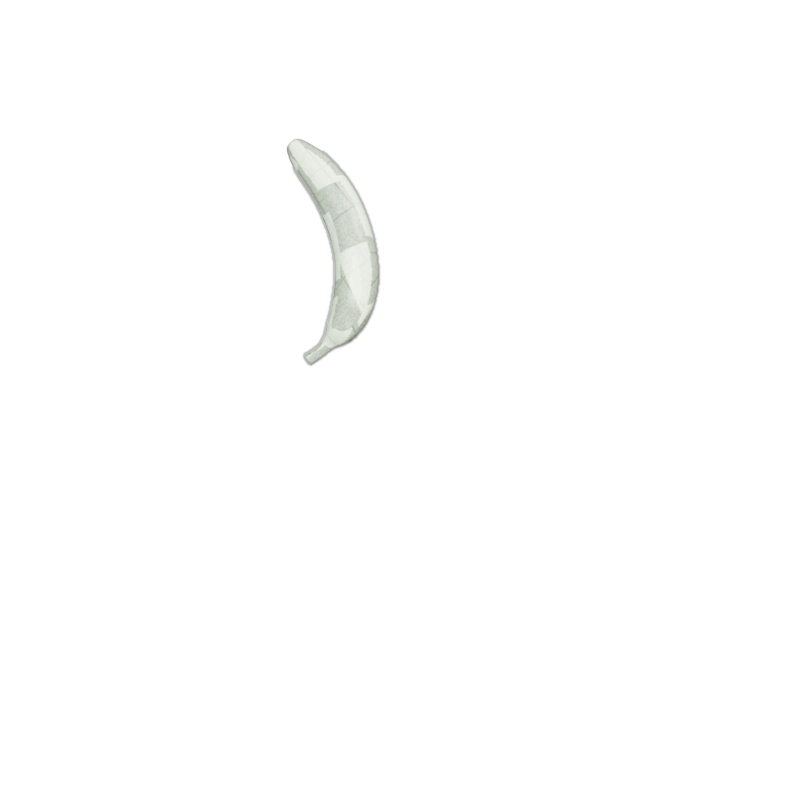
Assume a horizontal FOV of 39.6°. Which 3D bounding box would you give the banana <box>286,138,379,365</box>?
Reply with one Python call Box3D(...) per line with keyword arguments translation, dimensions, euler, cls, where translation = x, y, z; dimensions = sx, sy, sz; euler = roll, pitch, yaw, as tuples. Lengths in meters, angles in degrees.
Box3D(translation=(-0.055, -0.132, 0.937), dimensions=(0.069, 0.206, 0.035), euler=(-5, -15, -2), cls="banana")
